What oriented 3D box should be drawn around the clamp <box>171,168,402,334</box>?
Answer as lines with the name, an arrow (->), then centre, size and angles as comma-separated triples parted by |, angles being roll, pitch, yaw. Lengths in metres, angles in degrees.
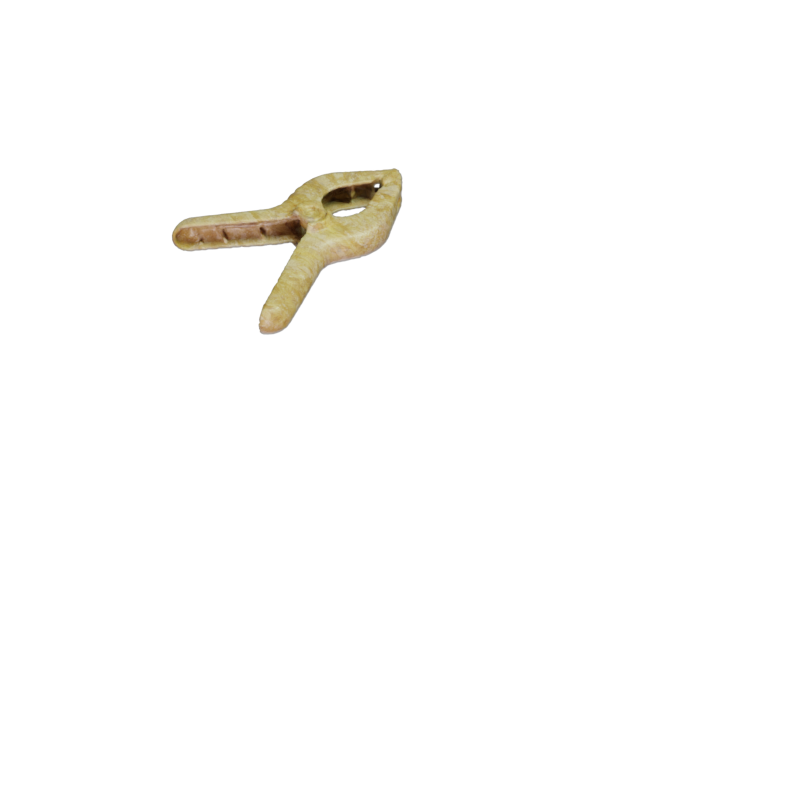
clamp -> -0.061, -0.111, 0.778 | 0.171, 0.129, 0.037 | -25, -33, -18
